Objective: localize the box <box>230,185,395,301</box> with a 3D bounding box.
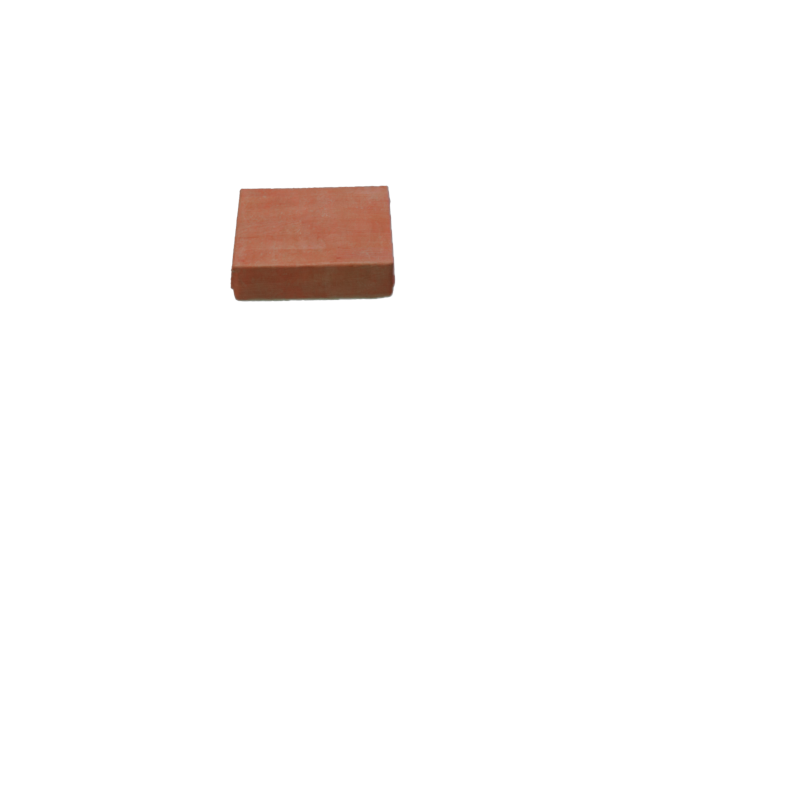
[{"bbox_3d":[-0.062,-0.113,0.790,0.113,0.036,0.096,0,44,-1],"label":"box"}]
